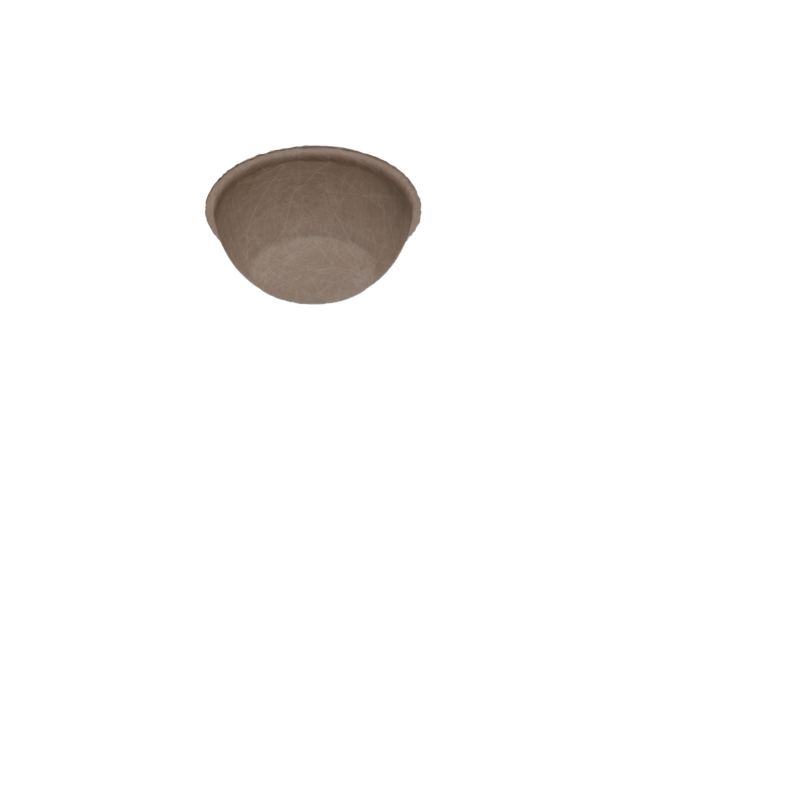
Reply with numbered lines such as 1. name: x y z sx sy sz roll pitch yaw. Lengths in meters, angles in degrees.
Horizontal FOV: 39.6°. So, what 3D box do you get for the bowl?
1. bowl: -0.064 -0.116 0.813 0.162 0.059 0.152 1 -28 -2
